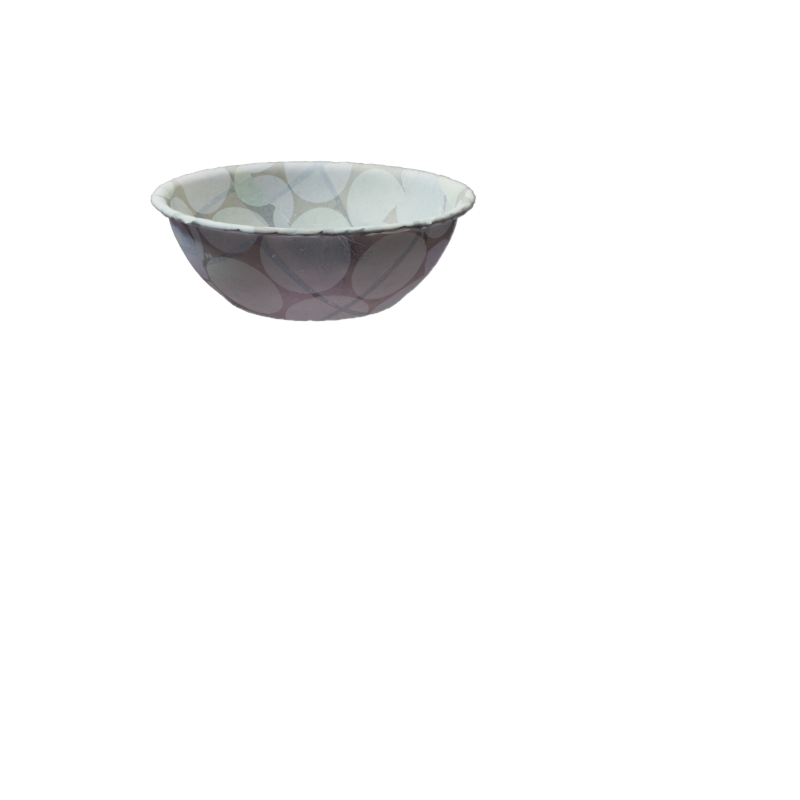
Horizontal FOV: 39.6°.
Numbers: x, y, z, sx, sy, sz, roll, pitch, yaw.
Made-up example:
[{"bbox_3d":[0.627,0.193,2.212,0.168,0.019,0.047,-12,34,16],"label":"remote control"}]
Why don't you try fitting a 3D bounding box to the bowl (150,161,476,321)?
[{"bbox_3d":[-0.044,-0.080,0.562,0.162,0.053,0.170,-1,22,-2],"label":"bowl"}]
